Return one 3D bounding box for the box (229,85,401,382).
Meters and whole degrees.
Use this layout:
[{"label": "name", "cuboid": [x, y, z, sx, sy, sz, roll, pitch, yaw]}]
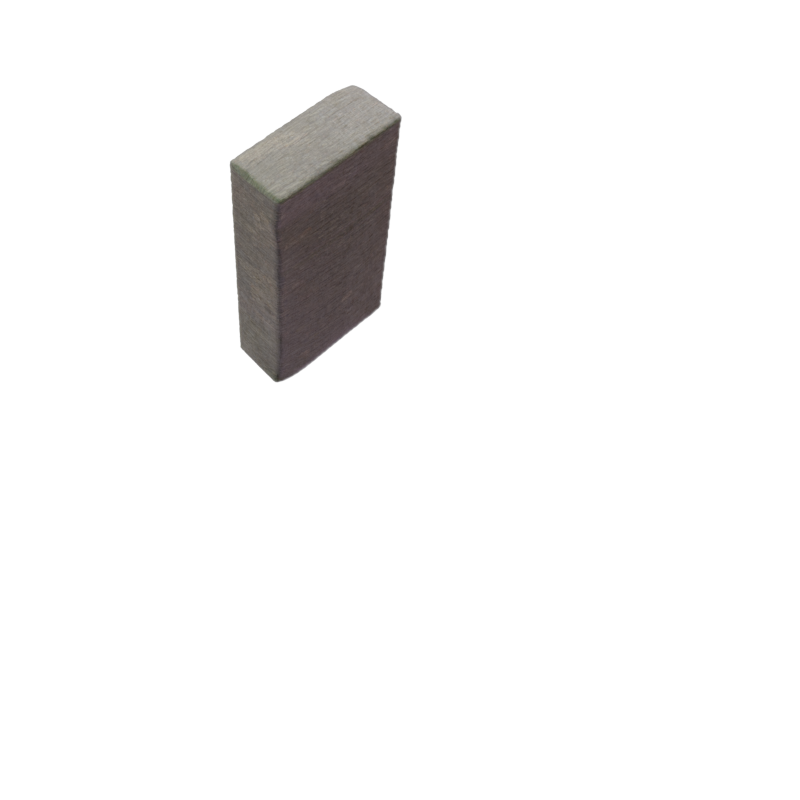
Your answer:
[{"label": "box", "cuboid": [-0.051, -0.093, 0.646, 0.094, 0.051, 0.165, -39, -25, -27]}]
